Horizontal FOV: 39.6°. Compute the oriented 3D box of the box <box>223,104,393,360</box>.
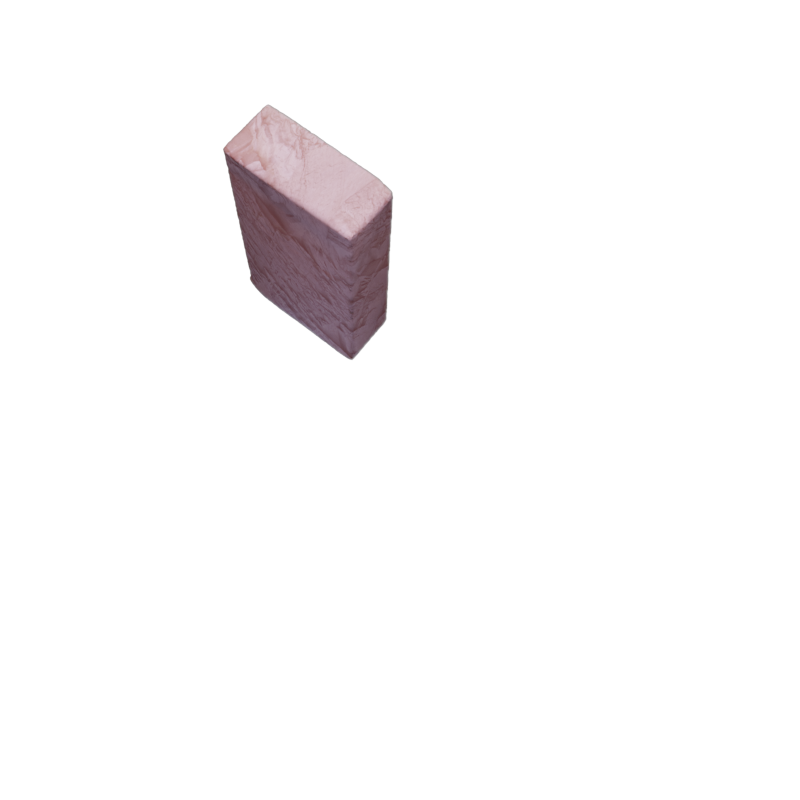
[{"bbox_3d":[-0.052,-0.096,0.673,0.097,0.049,0.167,38,-20,12],"label":"box"}]
